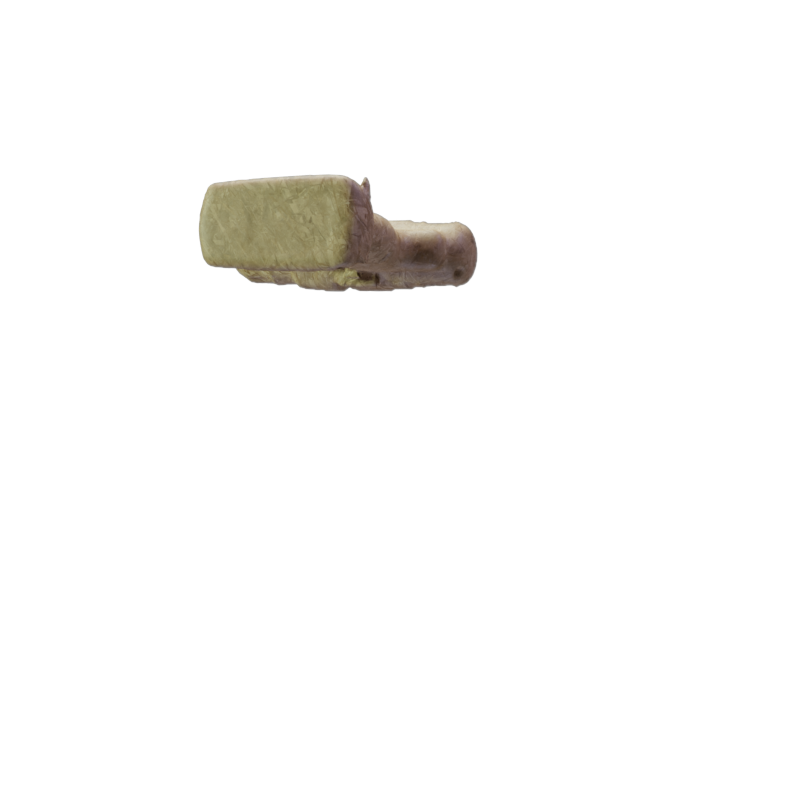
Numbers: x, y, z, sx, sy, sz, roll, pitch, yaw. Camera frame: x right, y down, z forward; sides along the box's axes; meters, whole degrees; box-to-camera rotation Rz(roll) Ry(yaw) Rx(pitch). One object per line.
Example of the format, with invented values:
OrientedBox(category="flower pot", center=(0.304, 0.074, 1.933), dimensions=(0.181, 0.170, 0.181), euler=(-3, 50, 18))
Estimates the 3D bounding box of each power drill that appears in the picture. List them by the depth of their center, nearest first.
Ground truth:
OrientedBox(category="power drill", center=(-0.058, -0.105, 0.738), dimensions=(0.189, 0.058, 0.181), euler=(0, 1, 21))
